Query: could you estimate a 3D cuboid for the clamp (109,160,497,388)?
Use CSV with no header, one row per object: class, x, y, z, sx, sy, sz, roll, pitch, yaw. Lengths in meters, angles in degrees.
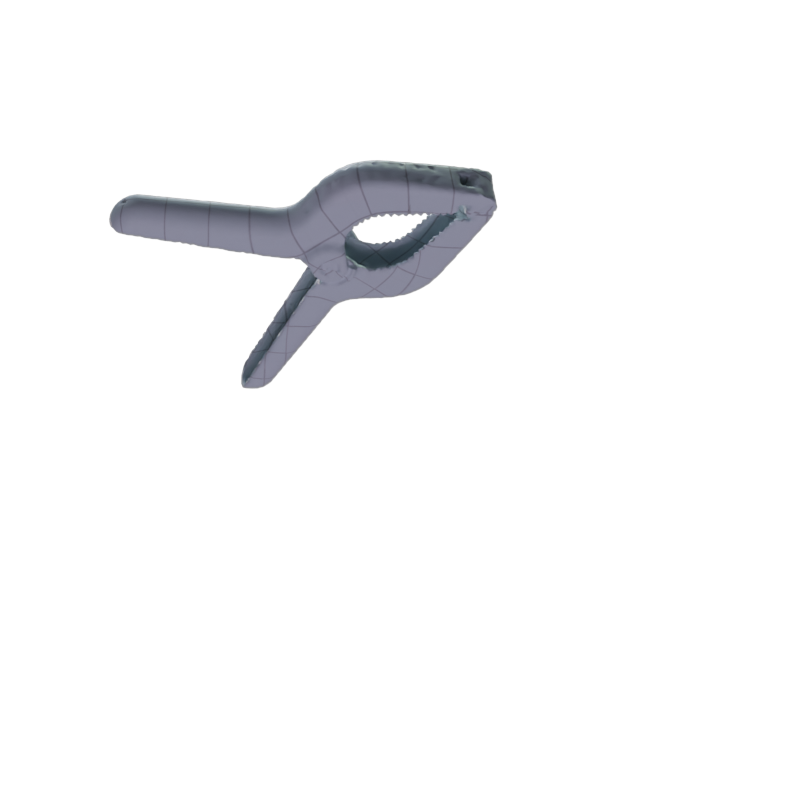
clamp,-0.050,-0.091,0.637,0.211,0.039,0.152,-23,-48,22
